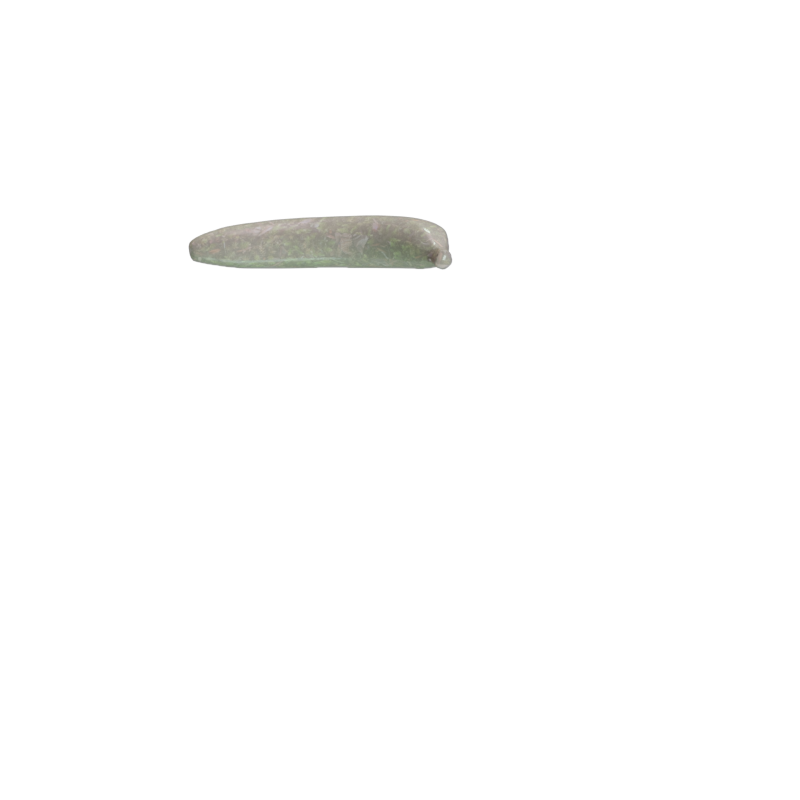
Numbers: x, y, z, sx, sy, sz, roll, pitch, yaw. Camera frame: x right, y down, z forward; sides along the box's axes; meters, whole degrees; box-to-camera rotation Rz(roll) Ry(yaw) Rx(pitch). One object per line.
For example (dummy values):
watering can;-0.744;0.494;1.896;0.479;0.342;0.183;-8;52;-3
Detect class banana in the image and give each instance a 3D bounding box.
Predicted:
banana;-0.047;-0.108;0.758;0.204;0.037;0.068;3;6;27
